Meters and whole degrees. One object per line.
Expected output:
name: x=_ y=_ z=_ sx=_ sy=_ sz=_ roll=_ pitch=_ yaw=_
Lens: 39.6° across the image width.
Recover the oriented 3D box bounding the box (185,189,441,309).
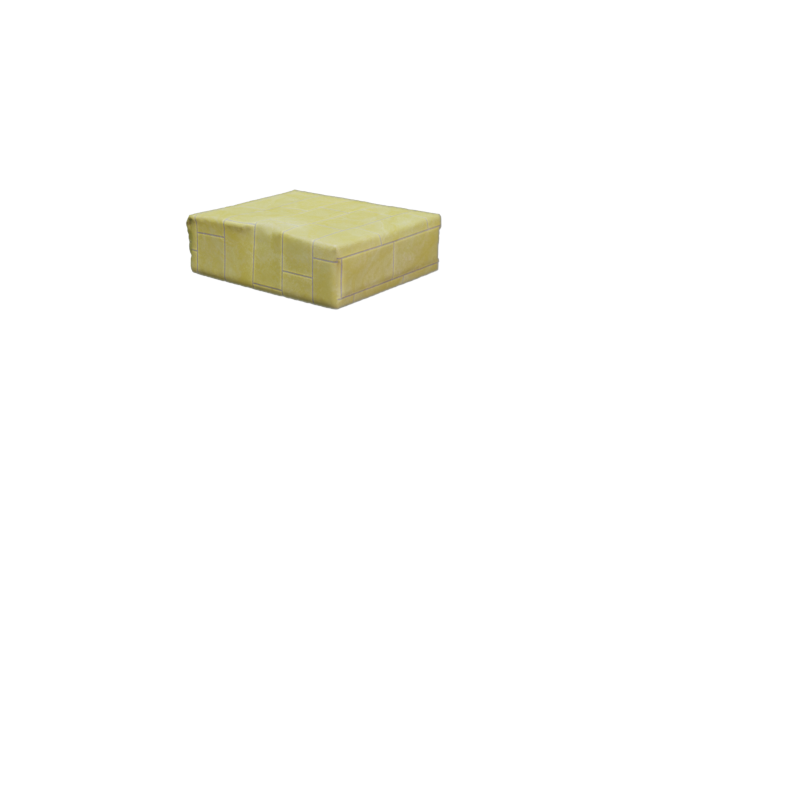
box: x=-0.039 y=-0.070 z=0.493 sx=0.094 sy=0.029 sz=0.072 roll=17 pitch=26 yaw=36
